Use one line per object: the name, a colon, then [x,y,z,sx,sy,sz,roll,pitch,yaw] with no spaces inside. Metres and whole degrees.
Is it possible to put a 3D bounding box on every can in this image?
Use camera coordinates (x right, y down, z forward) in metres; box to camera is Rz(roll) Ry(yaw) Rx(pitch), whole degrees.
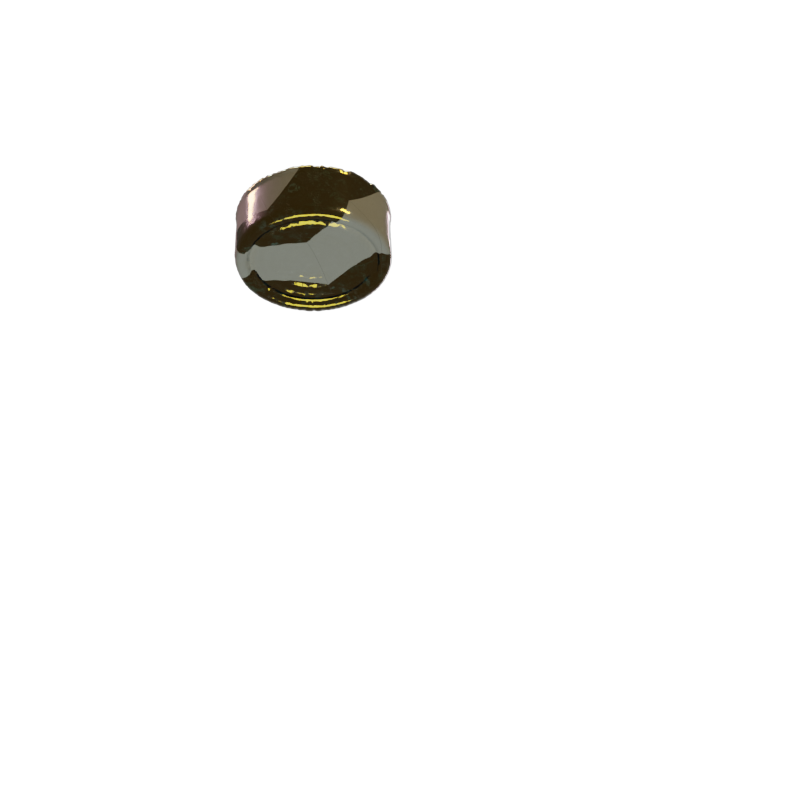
can: [-0.047,-0.086,0.602,0.086,0.036,0.080,1,-36,-2]
